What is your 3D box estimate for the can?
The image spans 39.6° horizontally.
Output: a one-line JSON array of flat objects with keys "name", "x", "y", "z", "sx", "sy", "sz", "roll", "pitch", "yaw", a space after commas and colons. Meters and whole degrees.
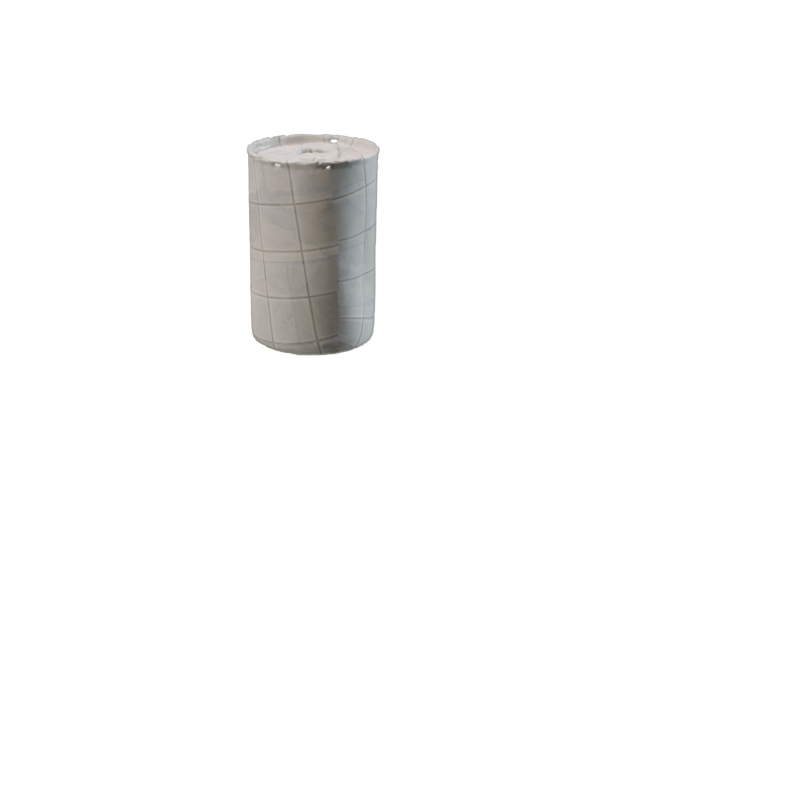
[{"name": "can", "x": -0.045, "y": -0.083, "z": 0.579, "sx": 0.068, "sy": 0.098, "sz": 0.072, "roll": 0, "pitch": 20, "yaw": -2}]
